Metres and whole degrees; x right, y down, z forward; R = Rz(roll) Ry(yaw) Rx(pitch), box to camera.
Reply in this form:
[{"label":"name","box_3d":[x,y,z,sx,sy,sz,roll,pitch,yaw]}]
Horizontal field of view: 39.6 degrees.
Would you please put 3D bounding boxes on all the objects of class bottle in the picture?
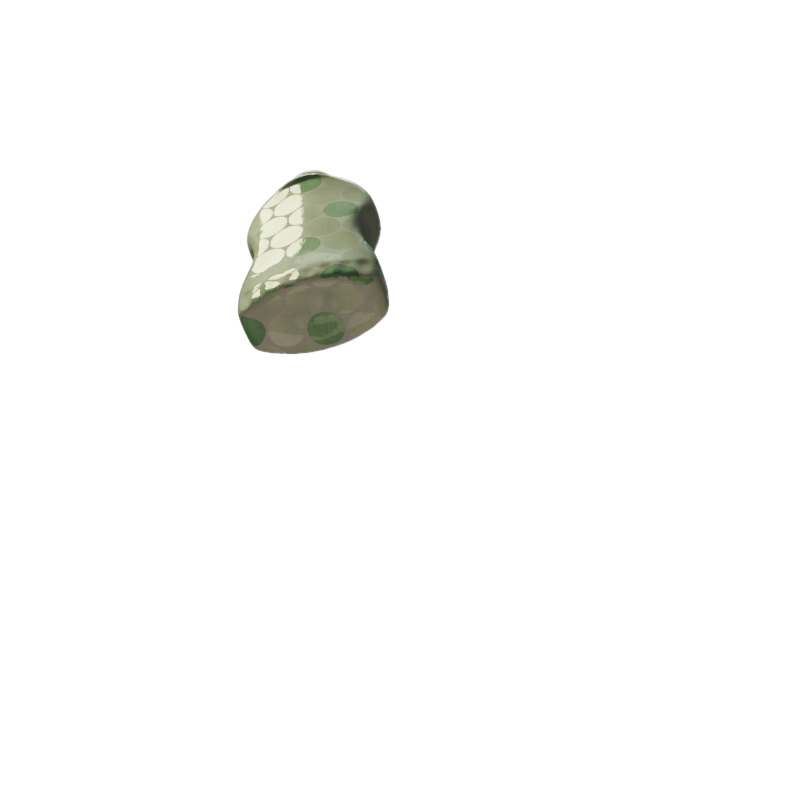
[{"label":"bottle","box_3d":[-0.061,-0.112,0.786,0.096,0.054,0.205,-17,35,8]}]
